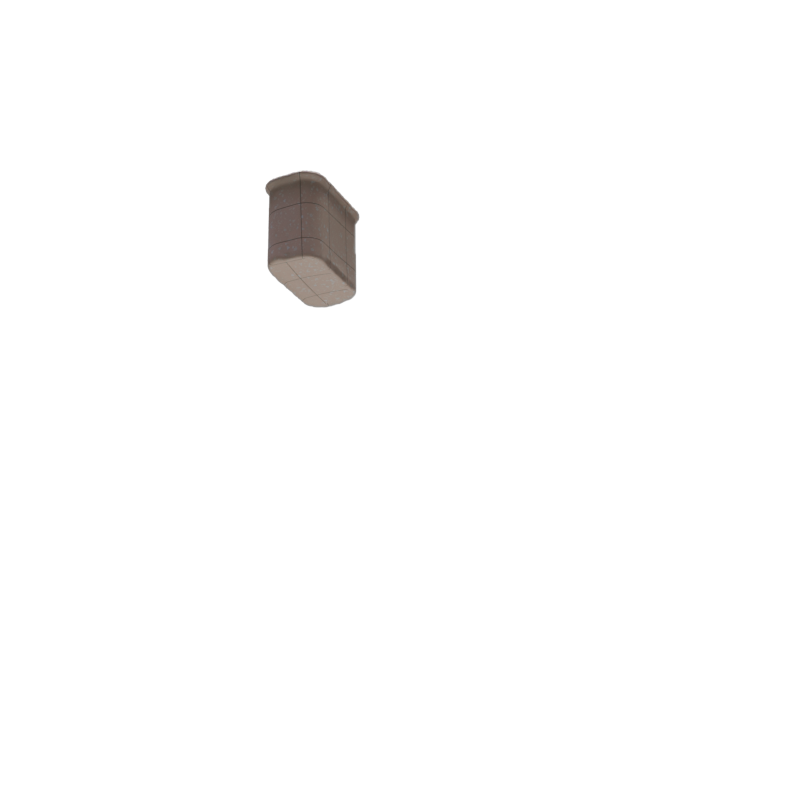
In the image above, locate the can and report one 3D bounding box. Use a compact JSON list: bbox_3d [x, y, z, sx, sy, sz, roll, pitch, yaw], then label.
[{"bbox_3d":[-0.077,-0.140,0.980,0.058,0.089,0.095,-13,-28,22],"label":"can"}]
